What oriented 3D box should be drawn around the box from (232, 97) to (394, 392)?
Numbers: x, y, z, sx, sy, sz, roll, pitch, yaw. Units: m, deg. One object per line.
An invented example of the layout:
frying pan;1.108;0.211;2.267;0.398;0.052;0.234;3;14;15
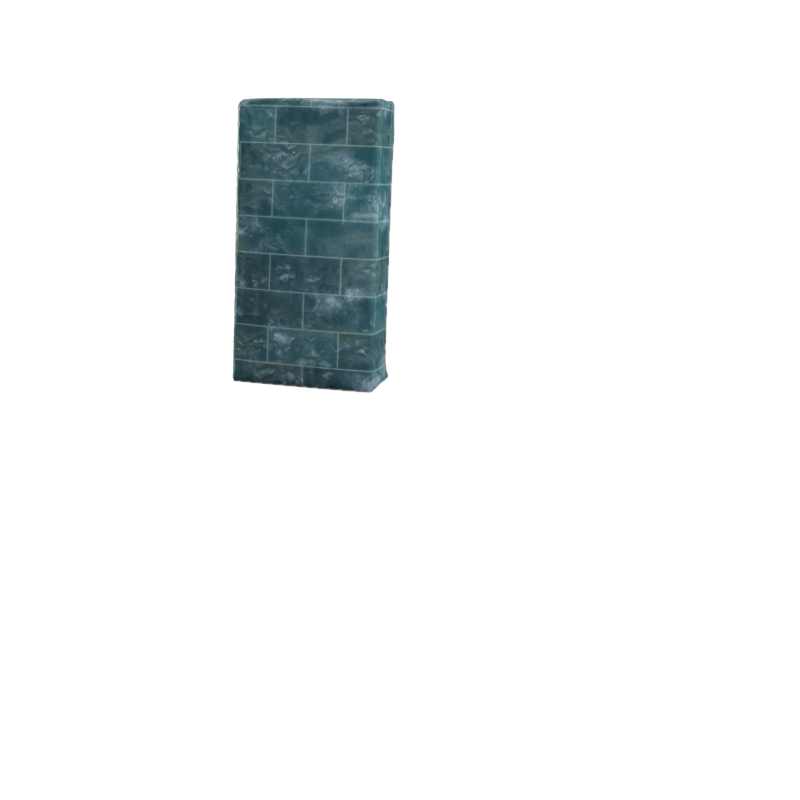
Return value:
box;-0.054;-0.098;0.686;0.095;0.173;0.048;3;8;15
